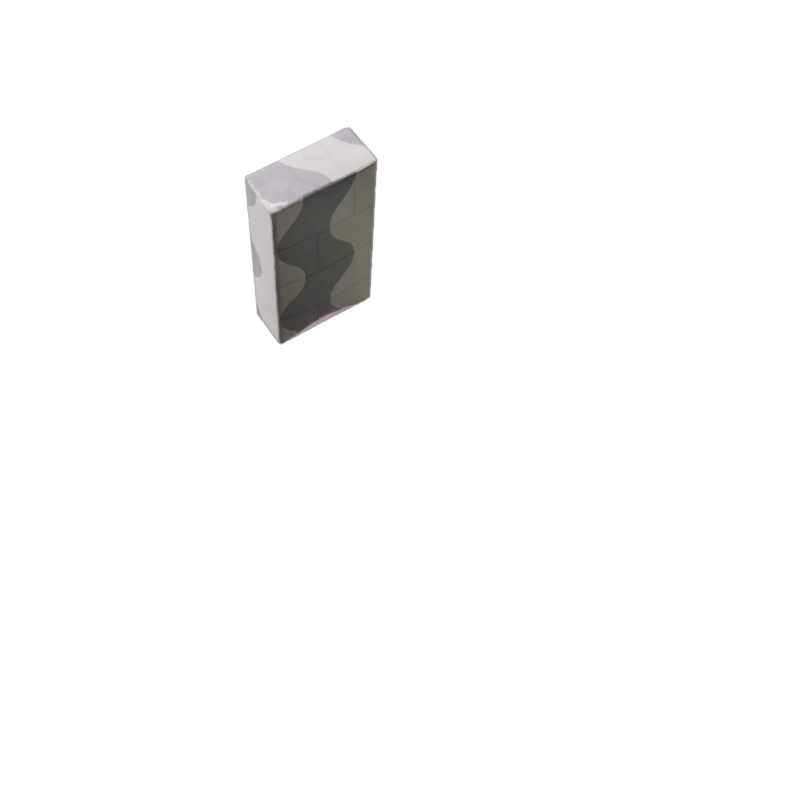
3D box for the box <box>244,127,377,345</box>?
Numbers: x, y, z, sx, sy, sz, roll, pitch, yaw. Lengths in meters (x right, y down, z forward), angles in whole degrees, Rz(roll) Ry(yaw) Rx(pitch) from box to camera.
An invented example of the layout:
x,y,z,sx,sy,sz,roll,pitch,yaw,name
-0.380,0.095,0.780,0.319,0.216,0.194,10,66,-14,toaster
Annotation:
x,y,z,sx,sy,sz,roll,pitch,yaw,name
-0.067,-0.122,0.859,0.093,0.051,0.165,-30,-23,-19,box
